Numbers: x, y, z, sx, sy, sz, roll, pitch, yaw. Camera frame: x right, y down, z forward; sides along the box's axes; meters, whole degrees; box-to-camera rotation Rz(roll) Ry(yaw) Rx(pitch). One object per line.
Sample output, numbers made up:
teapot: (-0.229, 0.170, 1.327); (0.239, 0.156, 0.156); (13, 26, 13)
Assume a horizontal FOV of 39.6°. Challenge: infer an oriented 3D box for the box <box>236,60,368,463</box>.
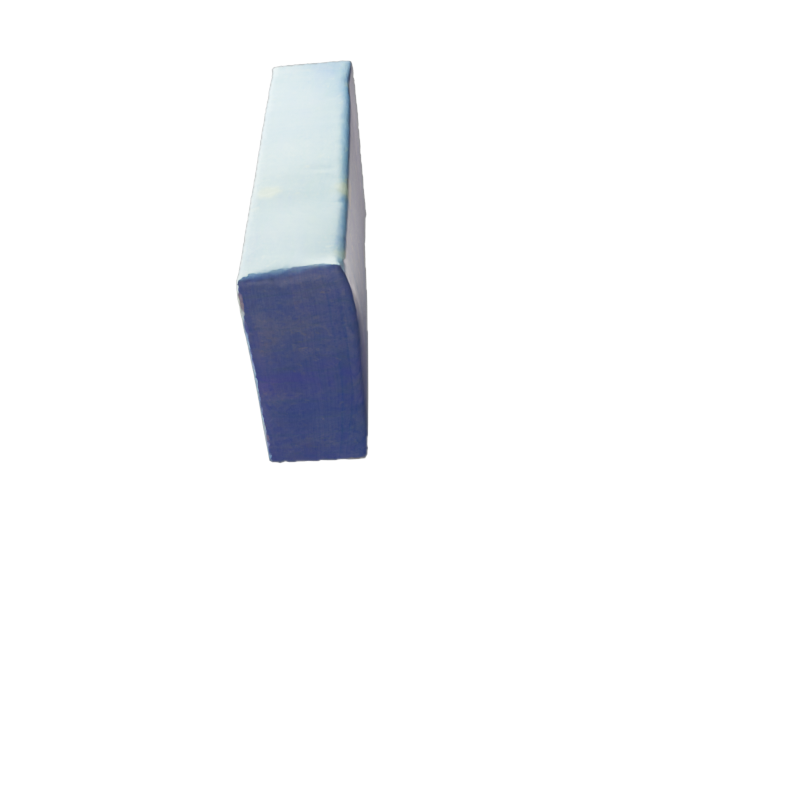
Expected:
box: (-0.038, -0.069, 0.482); (0.048, 0.087, 0.189); (-5, 38, 0)
